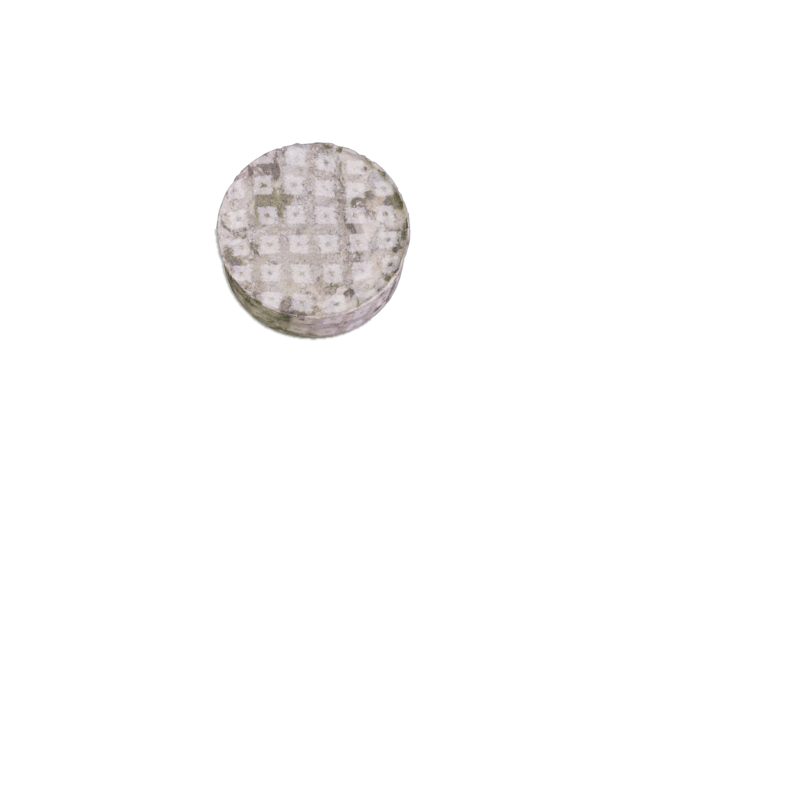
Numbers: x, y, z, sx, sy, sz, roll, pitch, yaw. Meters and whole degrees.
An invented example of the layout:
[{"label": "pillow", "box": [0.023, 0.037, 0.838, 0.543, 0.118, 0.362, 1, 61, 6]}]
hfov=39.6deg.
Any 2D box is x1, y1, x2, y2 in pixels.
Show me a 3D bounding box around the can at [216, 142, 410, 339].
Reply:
[{"label": "can", "box": [-0.039, -0.072, 0.504, 0.086, 0.090, 0.032, -1, -22, -1]}]
